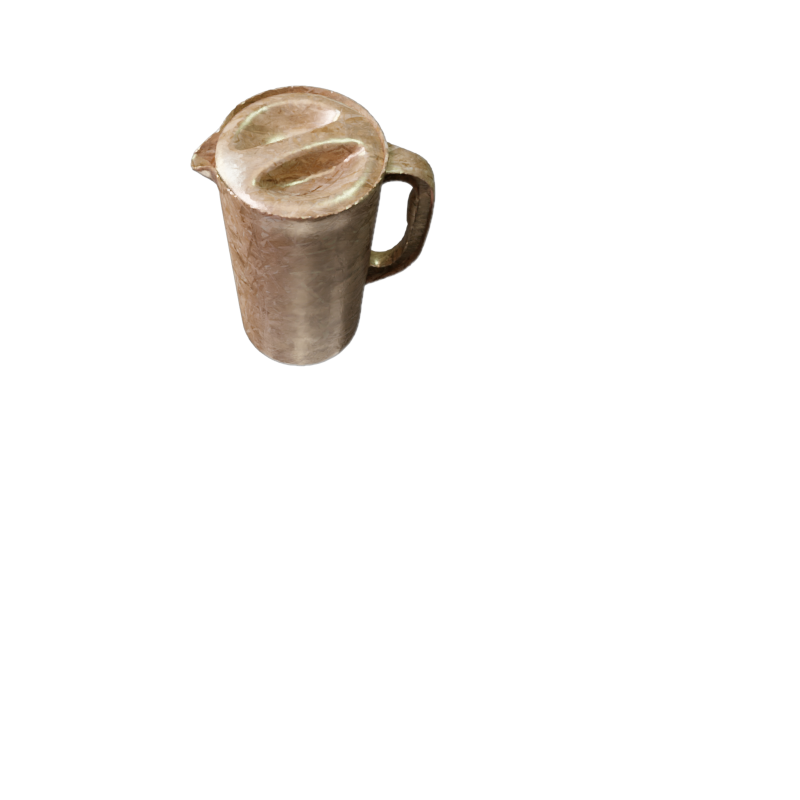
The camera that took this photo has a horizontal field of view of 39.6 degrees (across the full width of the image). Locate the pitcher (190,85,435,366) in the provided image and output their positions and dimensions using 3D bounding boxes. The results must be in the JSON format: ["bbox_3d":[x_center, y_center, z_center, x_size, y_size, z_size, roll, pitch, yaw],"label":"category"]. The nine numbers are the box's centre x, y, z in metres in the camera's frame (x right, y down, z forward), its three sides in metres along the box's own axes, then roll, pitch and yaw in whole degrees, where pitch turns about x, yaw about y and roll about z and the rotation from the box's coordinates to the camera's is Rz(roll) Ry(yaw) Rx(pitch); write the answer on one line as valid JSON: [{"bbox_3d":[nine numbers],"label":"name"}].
[{"bbox_3d":[-0.072,-0.132,0.921,0.146,0.158,0.228,-39,-23,-24],"label":"pitcher"}]
